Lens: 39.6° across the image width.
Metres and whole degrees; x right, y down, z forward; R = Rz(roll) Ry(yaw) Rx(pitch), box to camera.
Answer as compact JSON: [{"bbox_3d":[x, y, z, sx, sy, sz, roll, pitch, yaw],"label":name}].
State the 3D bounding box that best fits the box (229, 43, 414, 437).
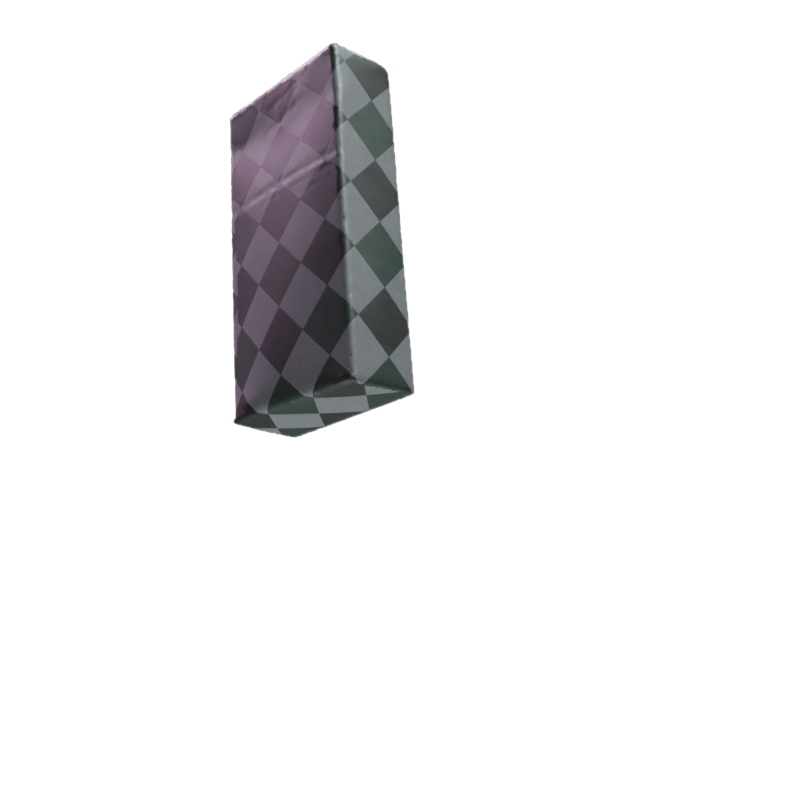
[{"bbox_3d":[-0.043,-0.079,0.554,0.045,0.186,0.094,19,-30,-38],"label":"box"}]
